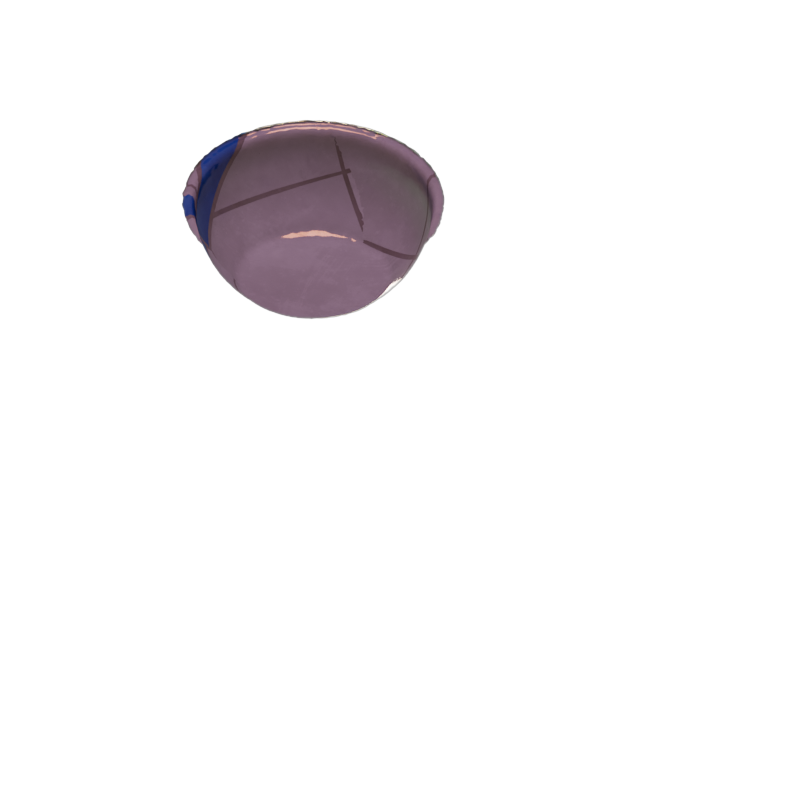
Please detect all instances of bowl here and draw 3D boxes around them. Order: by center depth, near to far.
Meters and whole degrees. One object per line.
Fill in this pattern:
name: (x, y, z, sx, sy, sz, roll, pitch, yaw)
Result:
bowl: (-0.053, -0.096, 0.672, 0.162, 0.059, 0.152, 1, -31, -2)
